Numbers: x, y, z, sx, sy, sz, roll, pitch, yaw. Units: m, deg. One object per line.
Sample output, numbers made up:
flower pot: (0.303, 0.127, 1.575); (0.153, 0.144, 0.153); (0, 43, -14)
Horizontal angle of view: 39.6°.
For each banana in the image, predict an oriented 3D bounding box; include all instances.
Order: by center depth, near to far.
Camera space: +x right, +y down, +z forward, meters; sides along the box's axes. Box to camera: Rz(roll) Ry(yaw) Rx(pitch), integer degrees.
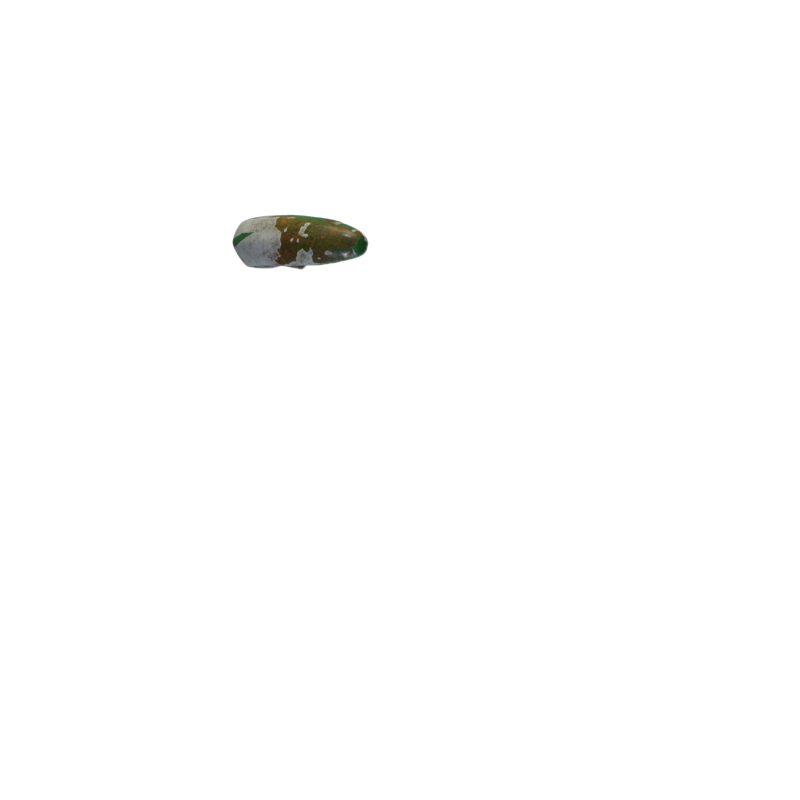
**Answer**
banana: (-0.080, -0.112, 0.787); (0.068, 0.037, 0.202); (-1, 6, -16)
